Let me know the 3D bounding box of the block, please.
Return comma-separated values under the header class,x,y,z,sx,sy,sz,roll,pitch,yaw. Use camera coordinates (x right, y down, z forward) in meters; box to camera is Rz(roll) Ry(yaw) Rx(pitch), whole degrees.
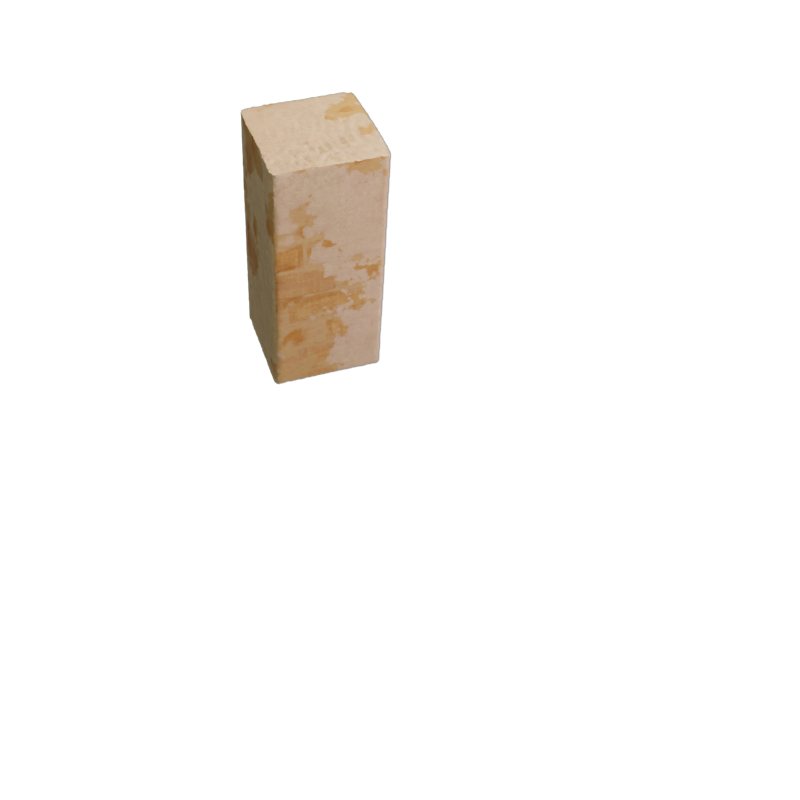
class,x,y,z,sx,sy,sz,roll,pitch,yaw
block,-0.067,-0.123,0.859,0.090,0.192,0.098,-12,45,-15
